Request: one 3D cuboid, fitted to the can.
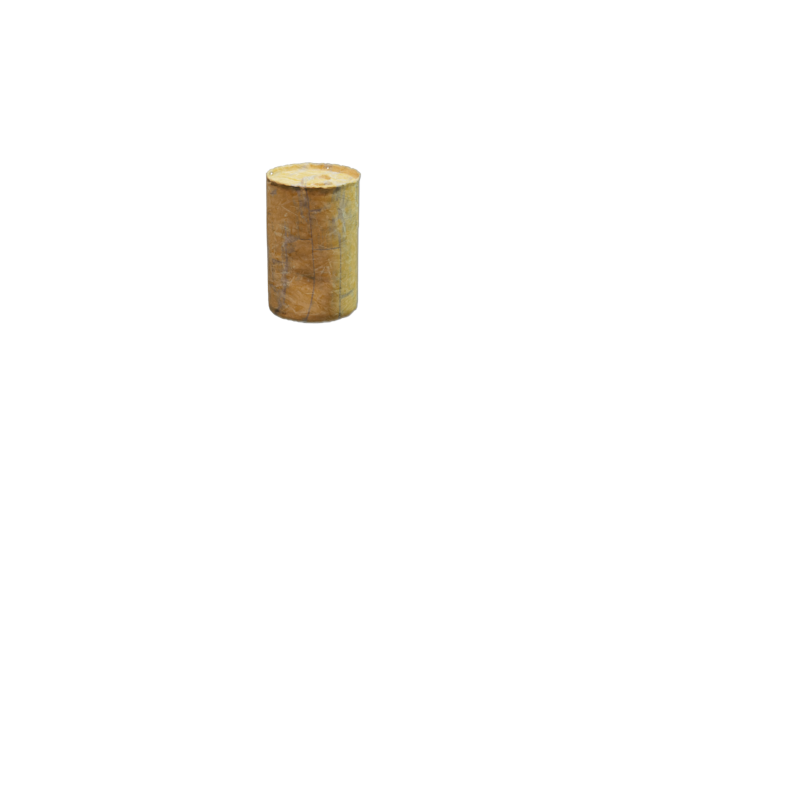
[{"bbox_3d":[-0.063,-0.114,0.801,0.068,0.098,0.072,0,20,-2],"label":"can"}]
